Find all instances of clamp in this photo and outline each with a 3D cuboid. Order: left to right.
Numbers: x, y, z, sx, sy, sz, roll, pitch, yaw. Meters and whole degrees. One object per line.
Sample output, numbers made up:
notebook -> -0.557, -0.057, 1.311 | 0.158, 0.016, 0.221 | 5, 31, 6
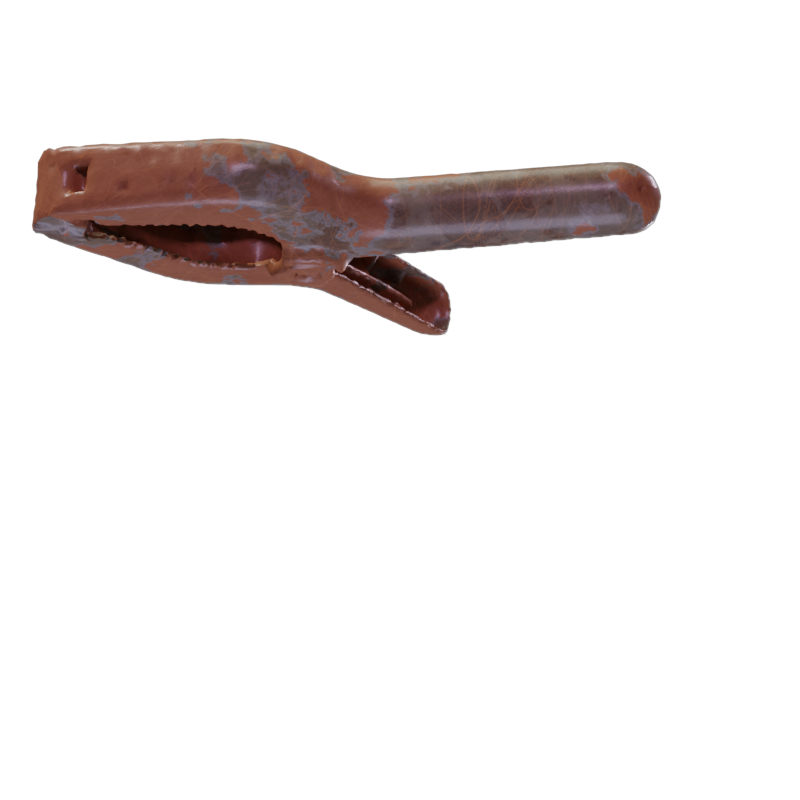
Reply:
clamp -> -0.033, -0.061, 0.427 | 0.205, 0.038, 0.161 | 4, -15, -16
